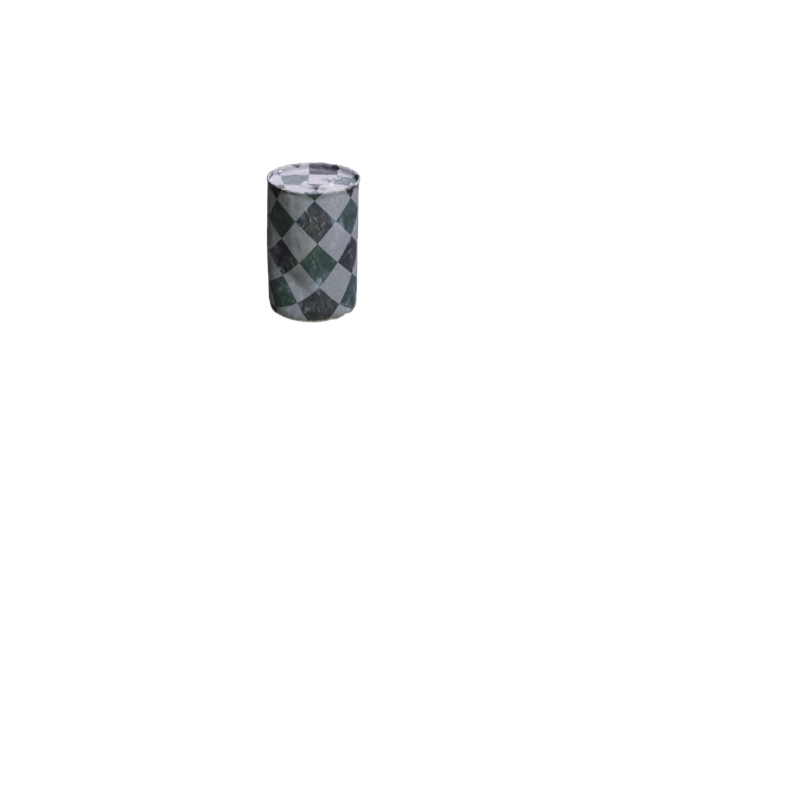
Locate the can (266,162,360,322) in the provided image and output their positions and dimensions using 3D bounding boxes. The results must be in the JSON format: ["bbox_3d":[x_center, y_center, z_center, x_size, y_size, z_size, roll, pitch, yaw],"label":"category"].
[{"bbox_3d":[-0.064,-0.117,0.819,0.068,0.097,0.072,0,25,-2],"label":"can"}]
